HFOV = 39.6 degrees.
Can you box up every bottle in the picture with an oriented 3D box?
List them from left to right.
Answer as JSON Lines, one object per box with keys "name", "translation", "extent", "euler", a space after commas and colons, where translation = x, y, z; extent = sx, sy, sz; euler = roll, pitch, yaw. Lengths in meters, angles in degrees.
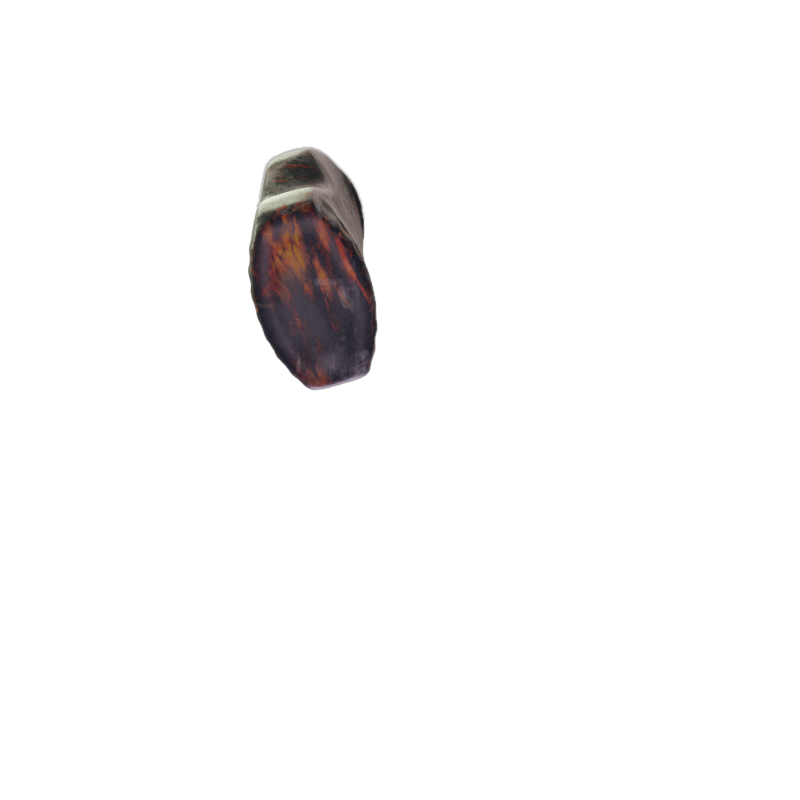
{"name": "bottle", "translation": [-0.048, -0.088, 0.619], "extent": [0.058, 0.091, 0.202], "euler": [-18, 24, 4]}
